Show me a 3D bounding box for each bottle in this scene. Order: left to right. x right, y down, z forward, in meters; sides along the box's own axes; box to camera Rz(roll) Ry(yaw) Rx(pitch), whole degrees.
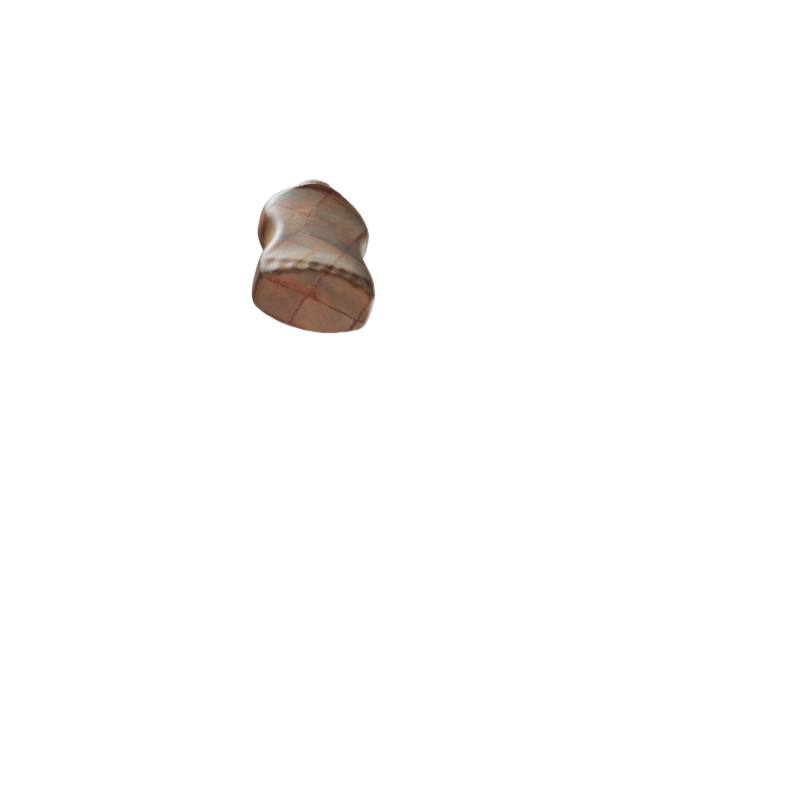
[{"bbox_3d":[-0.074,-0.135,0.946,0.095,0.055,0.205,9,35,-10],"label":"bottle"}]
